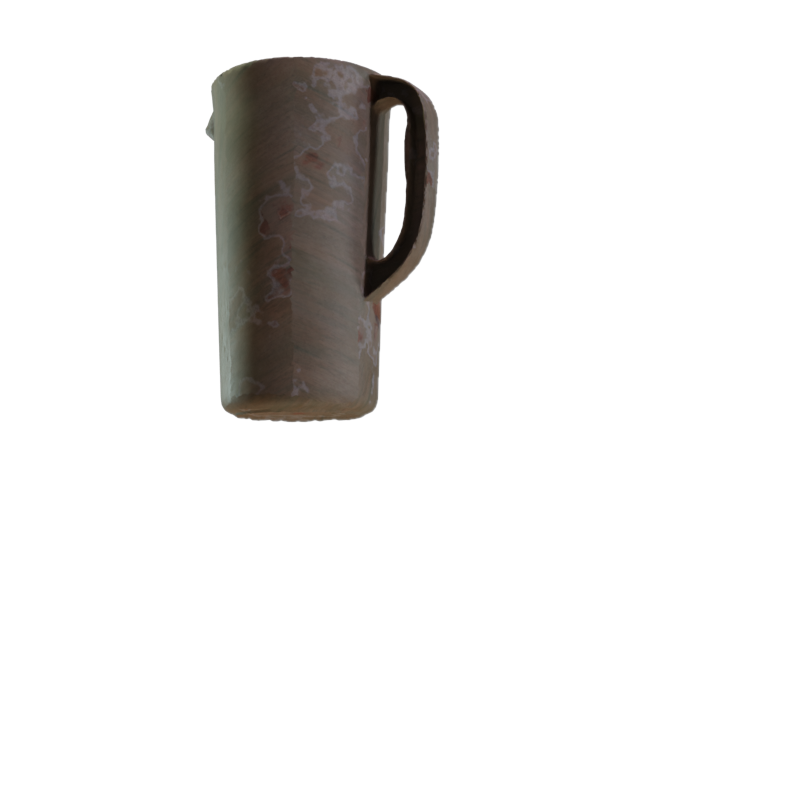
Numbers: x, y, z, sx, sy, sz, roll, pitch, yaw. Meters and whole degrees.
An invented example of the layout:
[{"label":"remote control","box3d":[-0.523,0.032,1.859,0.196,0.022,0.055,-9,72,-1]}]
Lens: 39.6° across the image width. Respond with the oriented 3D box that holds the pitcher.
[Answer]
[{"label":"pitcher","box3d":[-0.061,-0.111,0.778,0.142,0.250,0.148,3,-11,-16]}]
